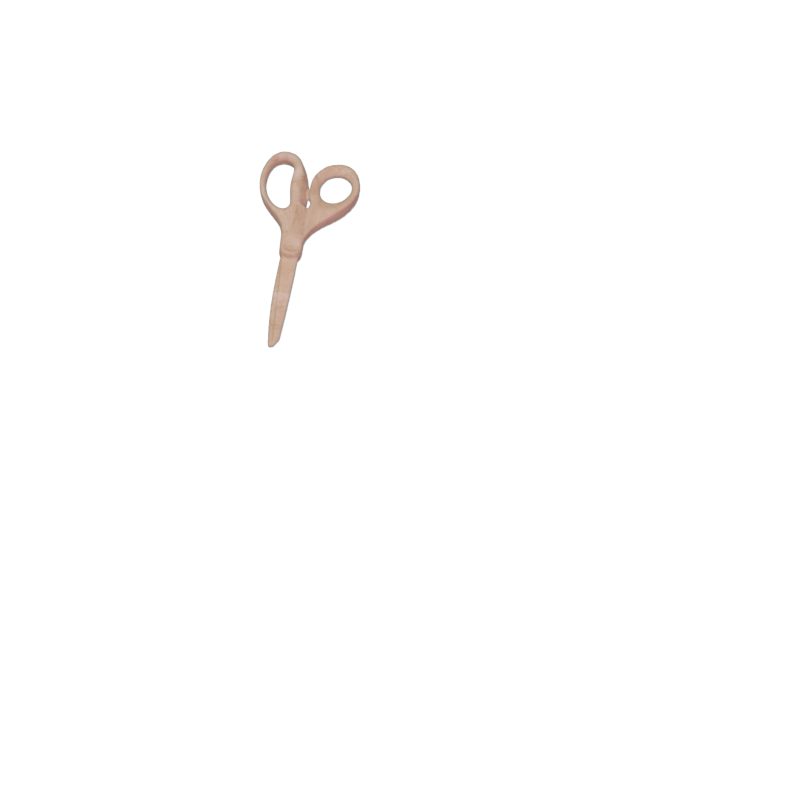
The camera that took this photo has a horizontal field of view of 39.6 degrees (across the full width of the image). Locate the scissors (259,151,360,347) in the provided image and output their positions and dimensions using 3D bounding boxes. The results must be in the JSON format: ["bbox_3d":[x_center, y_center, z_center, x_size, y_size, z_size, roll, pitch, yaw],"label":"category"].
[{"bbox_3d":[-0.072,-0.132,0.926,0.096,0.217,0.015,-7,-36,-5],"label":"scissors"}]
